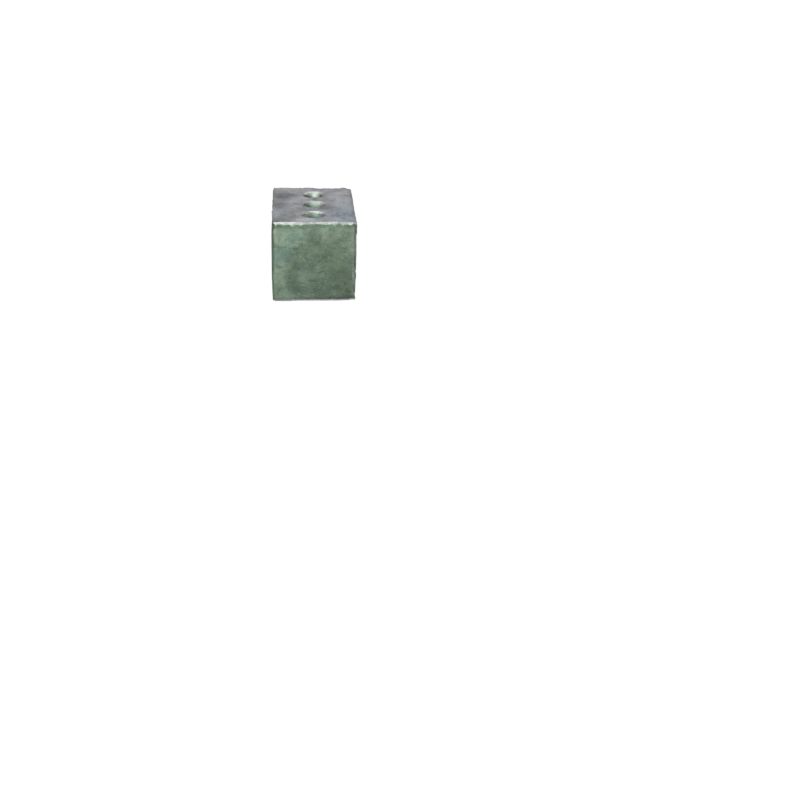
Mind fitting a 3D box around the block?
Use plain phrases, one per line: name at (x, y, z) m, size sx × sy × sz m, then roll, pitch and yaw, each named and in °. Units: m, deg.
block at (-0.055, -0.100, 0.700) m, size 0.052 × 0.049 × 0.082 m, roll -1°, pitch 24°, yaw -5°
